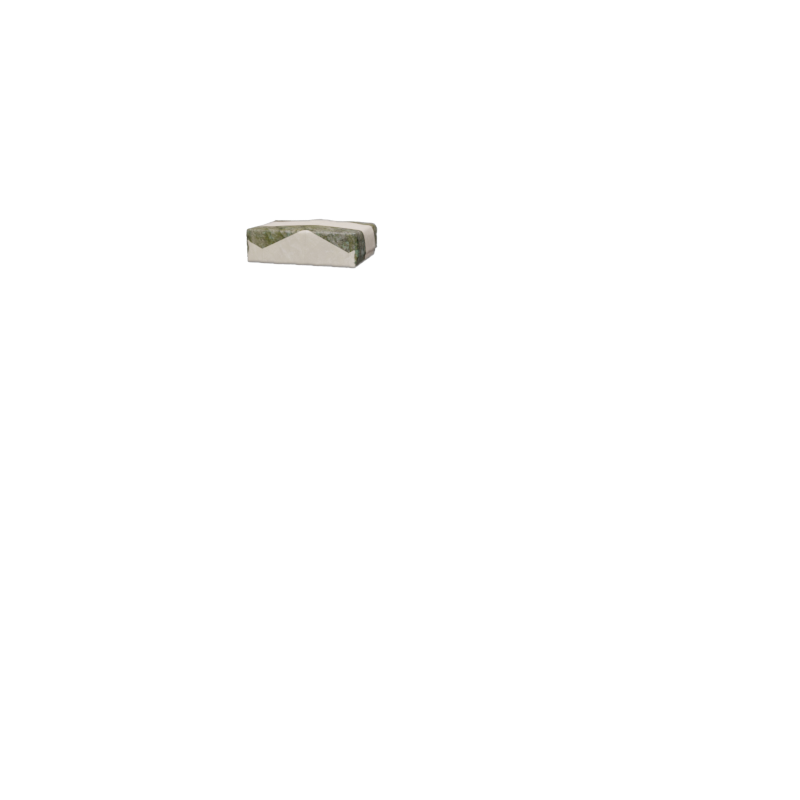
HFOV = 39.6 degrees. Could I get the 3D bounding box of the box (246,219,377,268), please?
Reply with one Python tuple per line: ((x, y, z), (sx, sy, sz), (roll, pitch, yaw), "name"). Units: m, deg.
((-0.069, -0.125, 0.879), (0.091, 0.029, 0.073), (3, 14, 13), "box")
